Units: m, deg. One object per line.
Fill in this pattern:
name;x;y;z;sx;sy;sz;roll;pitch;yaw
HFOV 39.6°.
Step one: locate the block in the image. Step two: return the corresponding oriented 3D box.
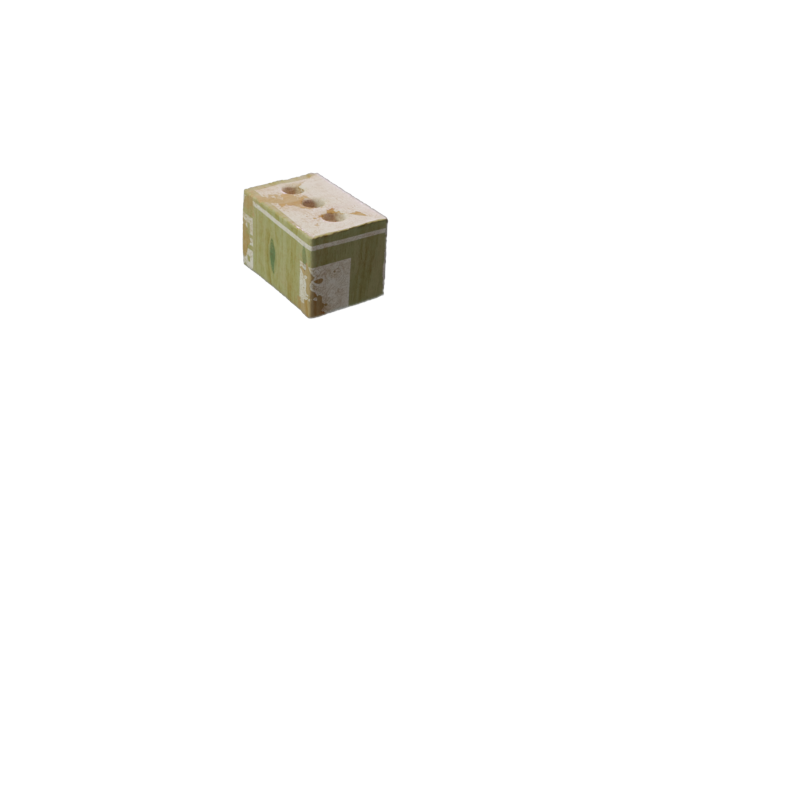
block;-0.050;-0.091;0.637;0.052;0.048;0.084;-18;37;-29
